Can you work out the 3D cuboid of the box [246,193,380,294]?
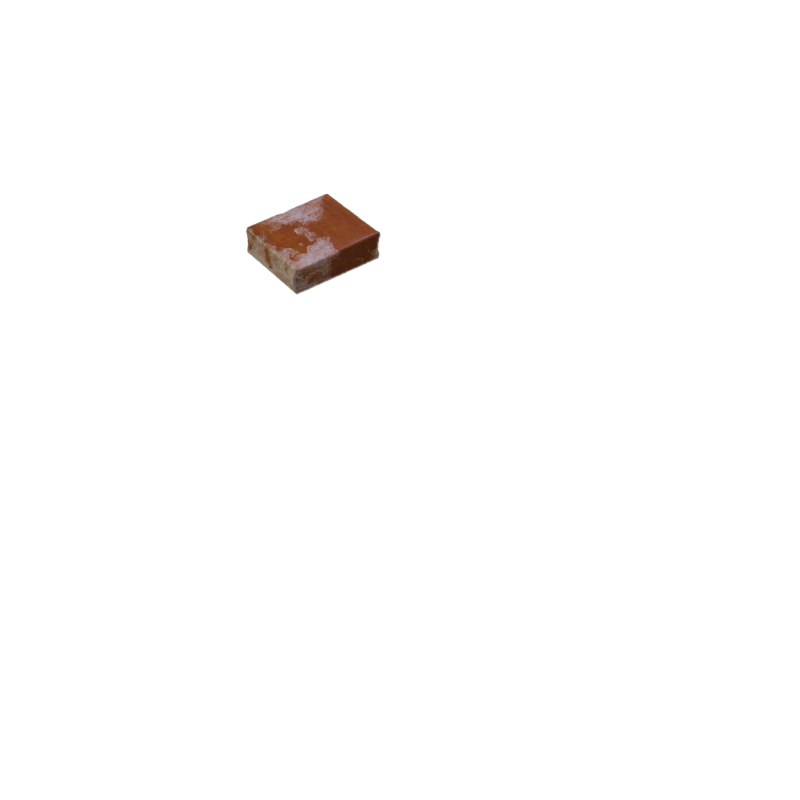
[{"bbox_3d":[-0.073,-0.133,0.929,0.089,0.028,0.079,-27,48,-28],"label":"box"}]
